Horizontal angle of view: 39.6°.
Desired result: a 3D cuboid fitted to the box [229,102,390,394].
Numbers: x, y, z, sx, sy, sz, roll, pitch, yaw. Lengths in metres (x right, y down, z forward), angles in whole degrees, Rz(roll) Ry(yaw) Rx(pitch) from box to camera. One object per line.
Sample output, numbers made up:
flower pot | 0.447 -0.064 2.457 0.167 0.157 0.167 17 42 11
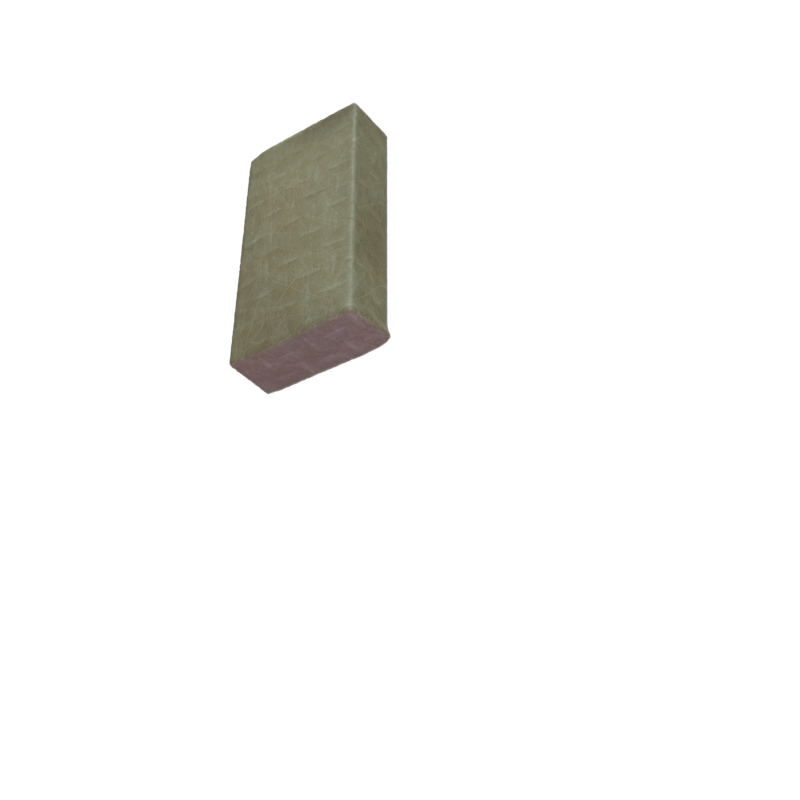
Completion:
box | -0.055 -0.100 0.697 0.094 0.189 0.045 -24 -42 26
